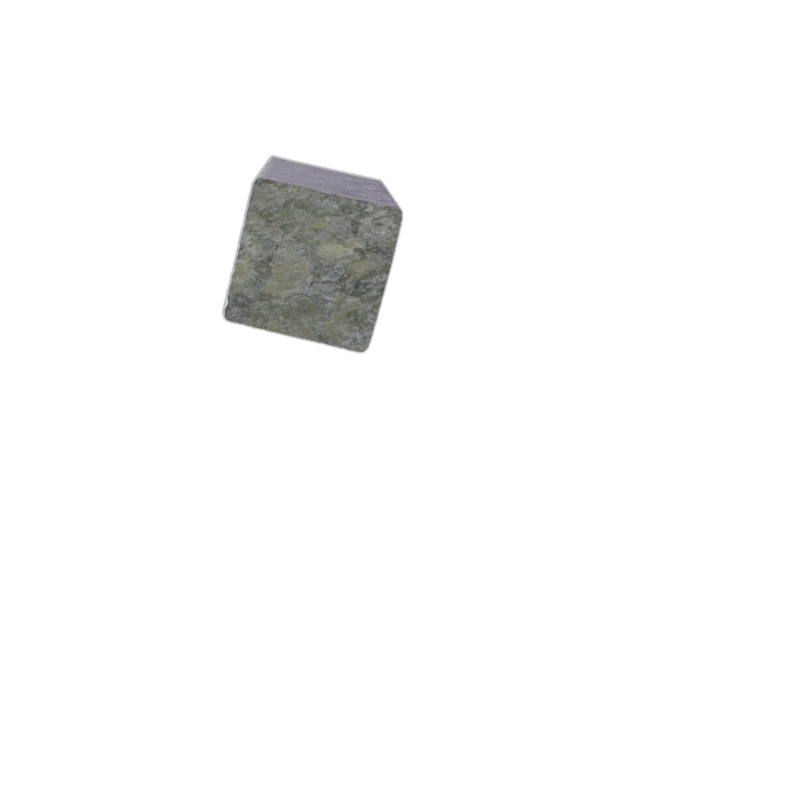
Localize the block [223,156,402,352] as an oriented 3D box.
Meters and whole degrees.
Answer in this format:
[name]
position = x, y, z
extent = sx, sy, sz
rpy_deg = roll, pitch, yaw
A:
[block]
position = -0.058, -0.106, 0.747
extent = 0.090, 0.088, 0.212
rpy_deg = 13, 13, -7
